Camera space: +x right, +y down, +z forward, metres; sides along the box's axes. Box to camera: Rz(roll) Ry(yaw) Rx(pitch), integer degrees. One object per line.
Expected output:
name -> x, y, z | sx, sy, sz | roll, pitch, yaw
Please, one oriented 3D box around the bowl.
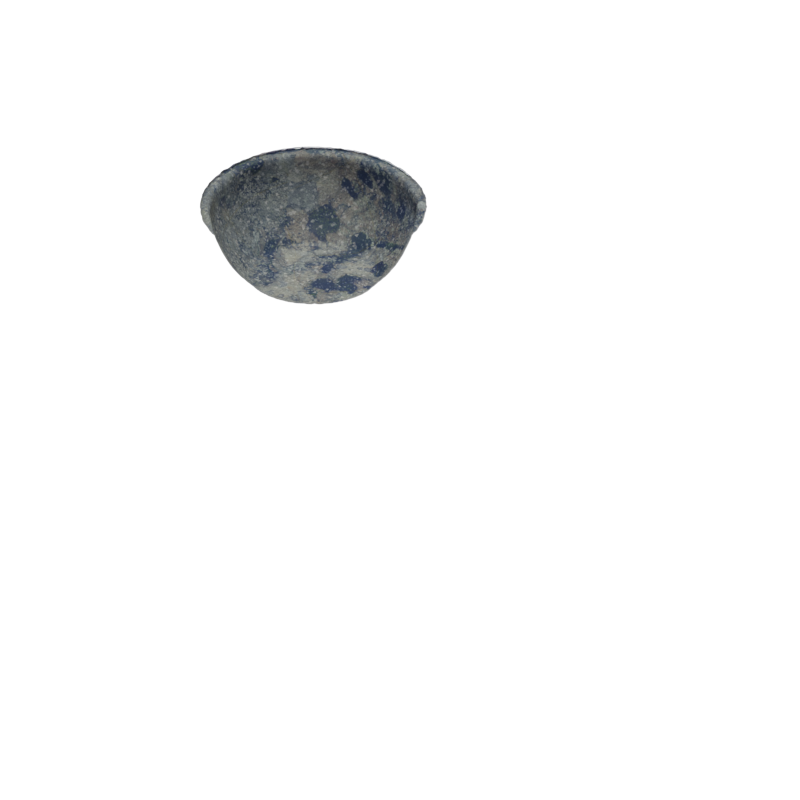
bowl -> -0.061, -0.111, 0.780 | 0.162, 0.058, 0.153 | 1, -23, -2
